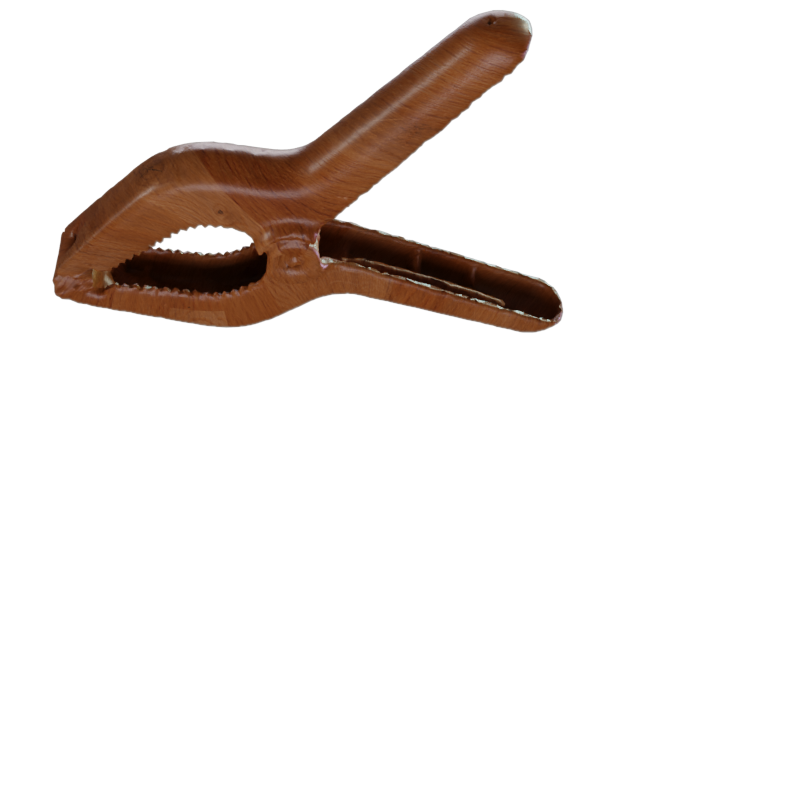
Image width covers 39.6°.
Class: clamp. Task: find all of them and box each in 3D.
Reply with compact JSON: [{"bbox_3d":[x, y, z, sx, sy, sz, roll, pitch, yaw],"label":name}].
[{"bbox_3d":[-0.035,-0.064,0.449,0.212,0.039,0.152,-12,-40,14],"label":"clamp"}]
